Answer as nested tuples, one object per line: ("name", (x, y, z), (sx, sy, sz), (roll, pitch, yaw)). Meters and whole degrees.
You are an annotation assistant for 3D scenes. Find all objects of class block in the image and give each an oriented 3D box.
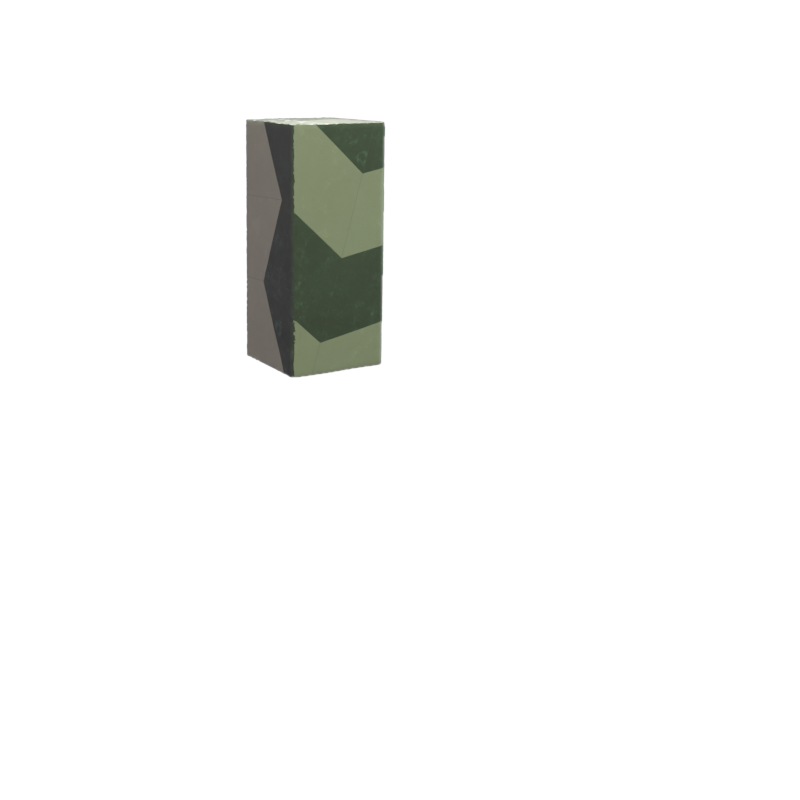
("block", (-0.073, -0.135, 0.942), (0.088, 0.202, 0.095), (-6, 12, -31))
